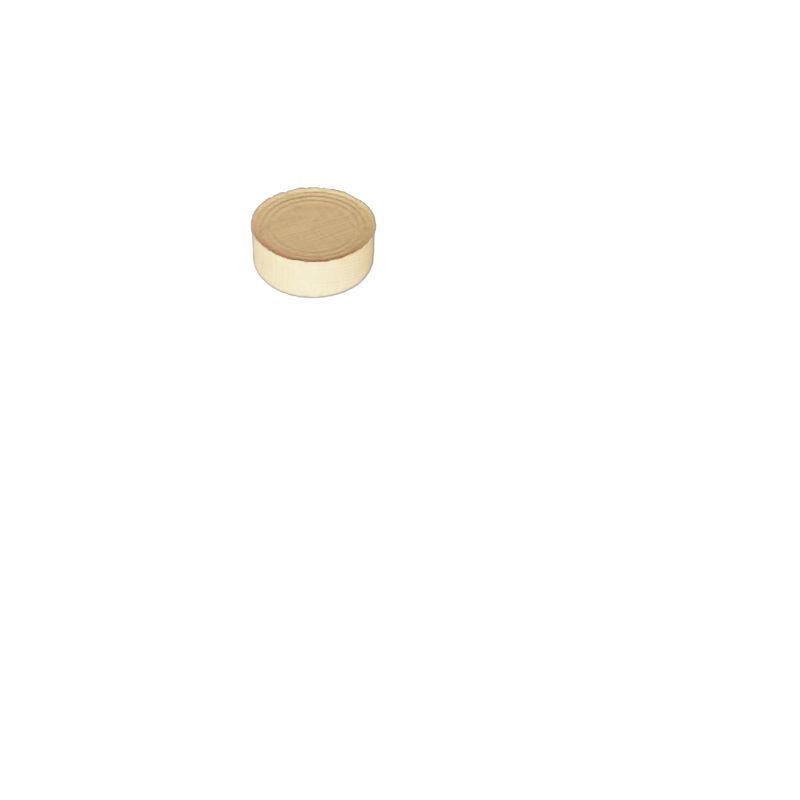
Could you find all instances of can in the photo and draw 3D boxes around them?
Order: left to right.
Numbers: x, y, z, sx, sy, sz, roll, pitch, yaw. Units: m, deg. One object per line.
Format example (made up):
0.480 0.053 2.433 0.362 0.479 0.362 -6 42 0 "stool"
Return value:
-0.060 -0.109 0.766 0.086 0.031 0.092 -1 43 -2 "can"
